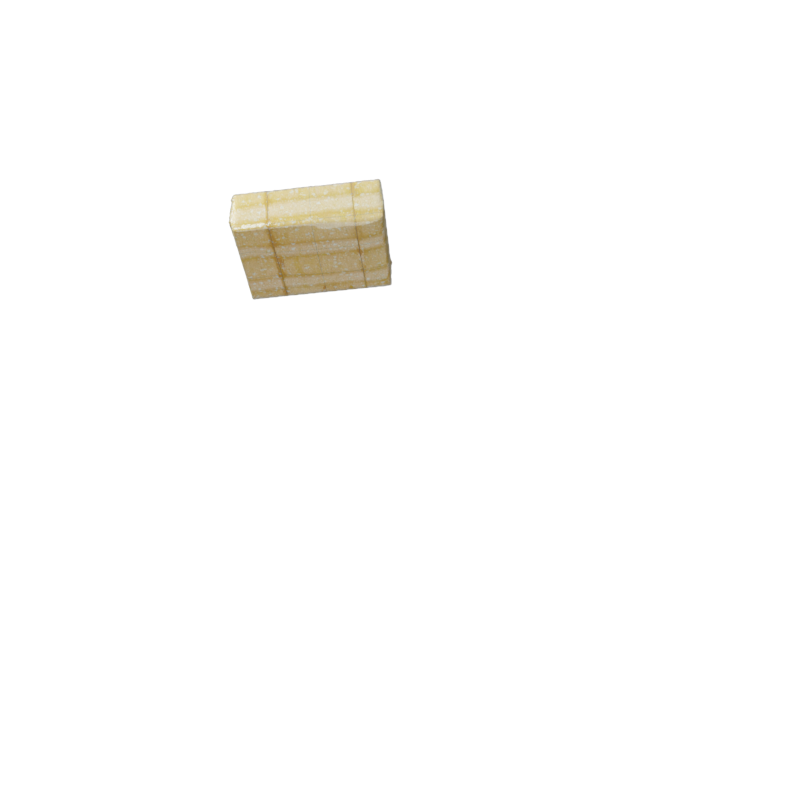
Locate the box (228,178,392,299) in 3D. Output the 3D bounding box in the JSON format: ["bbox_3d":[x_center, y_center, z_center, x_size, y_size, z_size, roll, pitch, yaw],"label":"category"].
[{"bbox_3d":[-0.065,-0.119,0.834,0.114,0.042,0.083,-3,-32,5],"label":"box"}]
